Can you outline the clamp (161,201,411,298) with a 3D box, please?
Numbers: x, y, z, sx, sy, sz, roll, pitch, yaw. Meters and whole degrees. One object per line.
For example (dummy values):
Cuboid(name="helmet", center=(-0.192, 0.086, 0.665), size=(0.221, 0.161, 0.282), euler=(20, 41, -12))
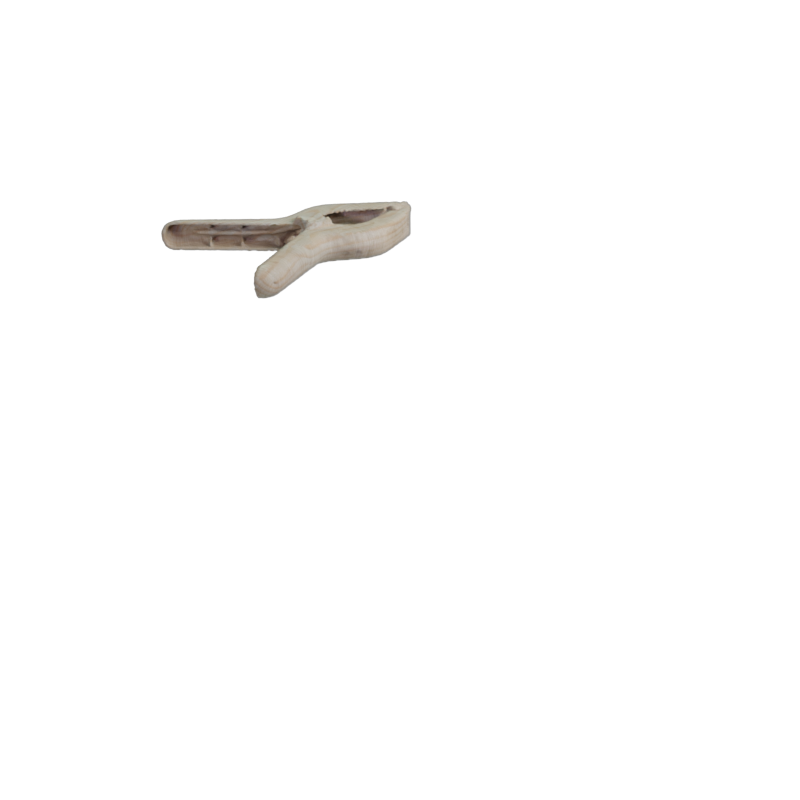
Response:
Cuboid(name="clamp", center=(-0.071, -0.130, 0.910), size=(0.206, 0.035, 0.176), euler=(-13, 28, -26))
